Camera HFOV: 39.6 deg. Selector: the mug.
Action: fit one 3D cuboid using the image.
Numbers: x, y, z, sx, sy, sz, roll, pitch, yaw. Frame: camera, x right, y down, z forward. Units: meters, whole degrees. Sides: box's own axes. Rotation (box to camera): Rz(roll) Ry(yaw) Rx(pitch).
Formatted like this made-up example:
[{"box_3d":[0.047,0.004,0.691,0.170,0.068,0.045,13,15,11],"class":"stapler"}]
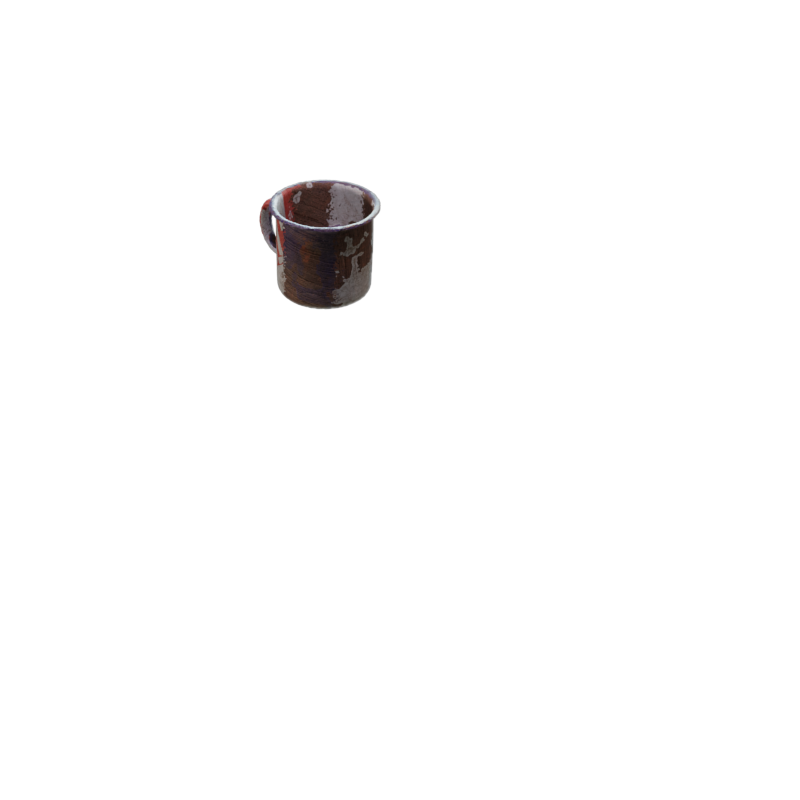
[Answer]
[{"box_3d":[-0.074,-0.135,0.944,0.124,0.077,0.094,23,39,29],"class":"mug"}]
